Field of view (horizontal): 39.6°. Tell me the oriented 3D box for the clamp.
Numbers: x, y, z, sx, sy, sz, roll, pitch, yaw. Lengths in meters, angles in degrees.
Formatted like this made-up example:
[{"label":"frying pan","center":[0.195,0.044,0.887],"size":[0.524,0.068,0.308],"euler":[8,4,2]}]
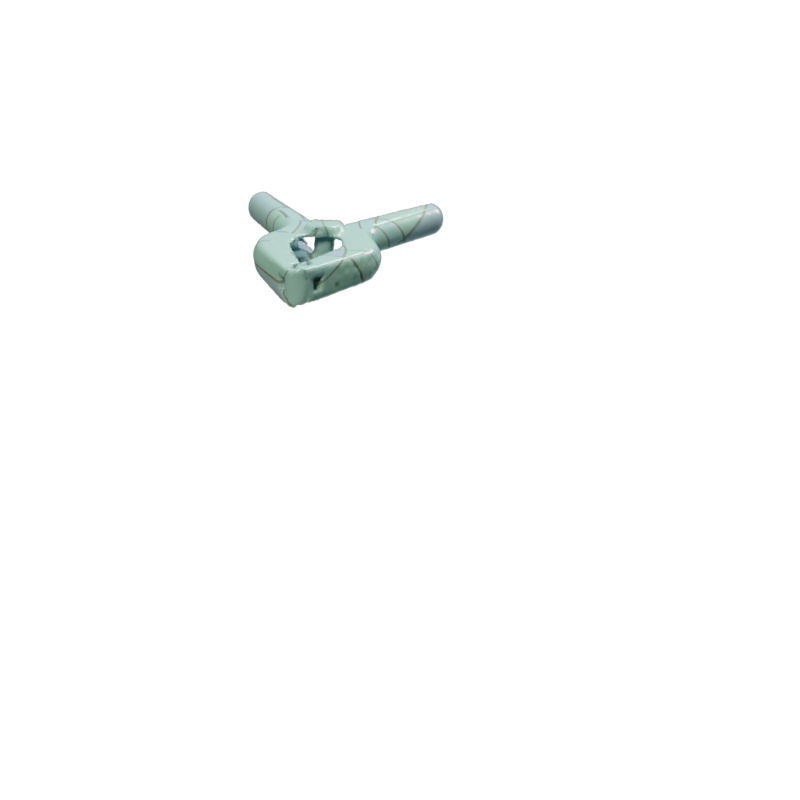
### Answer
[{"label":"clamp","center":[-0.067,-0.122,0.857],"size":[0.169,0.035,0.215],"euler":[7,26,14]}]
